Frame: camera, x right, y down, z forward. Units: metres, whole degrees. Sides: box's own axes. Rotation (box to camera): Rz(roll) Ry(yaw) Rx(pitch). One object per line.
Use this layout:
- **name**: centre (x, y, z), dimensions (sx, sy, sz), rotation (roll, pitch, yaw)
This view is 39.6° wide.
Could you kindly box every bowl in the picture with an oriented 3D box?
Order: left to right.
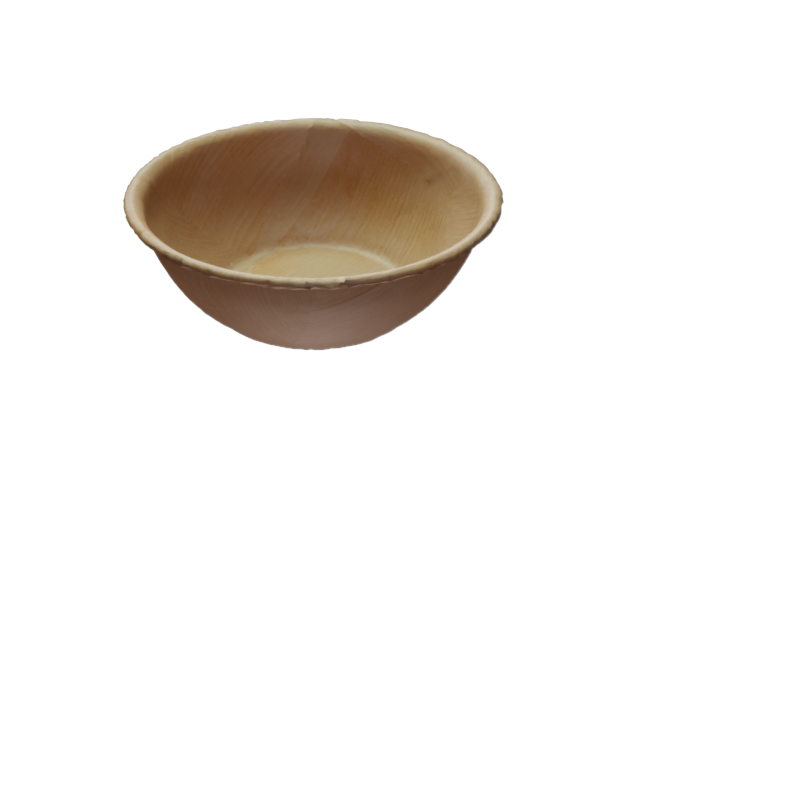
- **bowl**: centre (-0.038, -0.070, 0.487), dimensions (0.162, 0.052, 0.173), rotation (-1, 34, -2)
